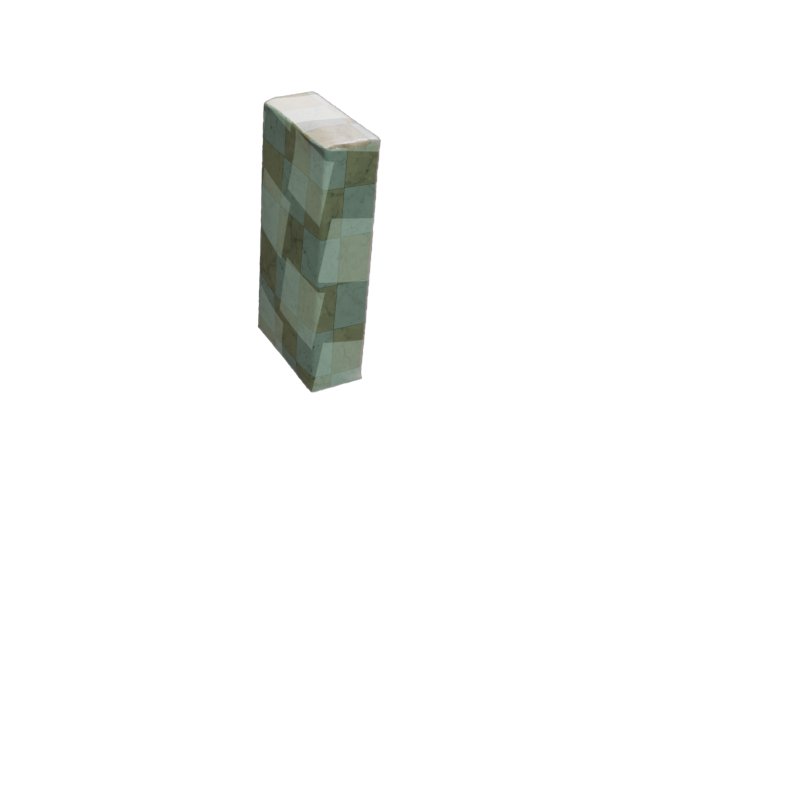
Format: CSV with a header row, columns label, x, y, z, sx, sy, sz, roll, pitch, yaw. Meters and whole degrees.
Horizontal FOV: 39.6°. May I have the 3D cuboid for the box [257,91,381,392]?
label,x,y,z,sx,sy,sz,roll,pitch,yaw
box,-0.057,-0.104,0.729,0.047,0.166,0.101,-14,34,-25
